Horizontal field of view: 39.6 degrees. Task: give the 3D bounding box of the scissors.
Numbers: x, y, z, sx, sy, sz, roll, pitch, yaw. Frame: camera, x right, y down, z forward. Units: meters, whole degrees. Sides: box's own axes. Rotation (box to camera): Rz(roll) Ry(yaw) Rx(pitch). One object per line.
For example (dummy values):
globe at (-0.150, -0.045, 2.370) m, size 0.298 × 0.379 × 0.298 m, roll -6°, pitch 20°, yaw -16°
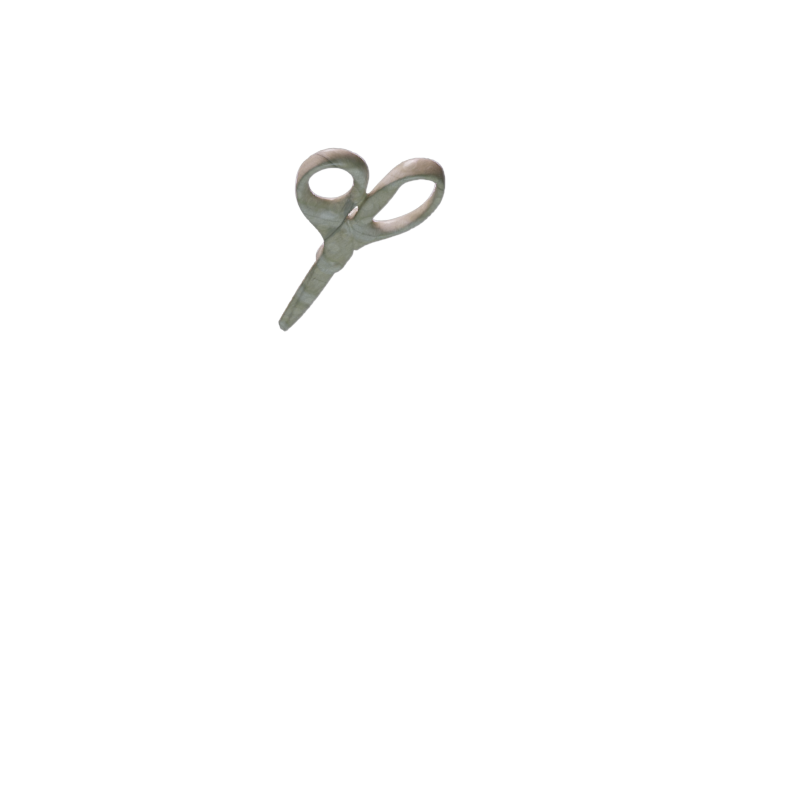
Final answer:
scissors at (-0.055, -0.100, 0.699) m, size 0.091 × 0.017 × 0.200 m, roll 22°, pitch -36°, yaw -33°
